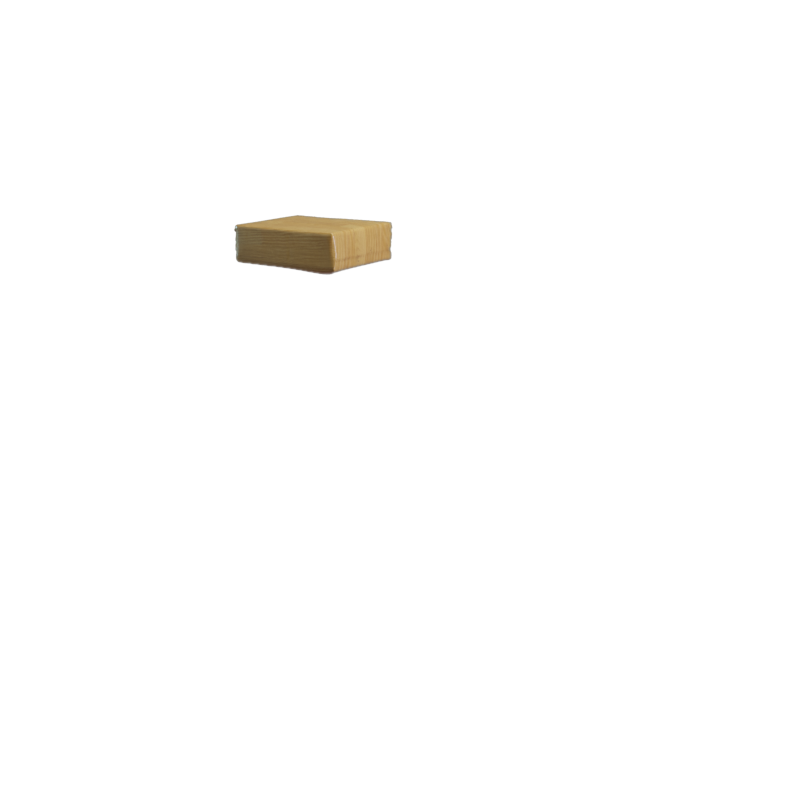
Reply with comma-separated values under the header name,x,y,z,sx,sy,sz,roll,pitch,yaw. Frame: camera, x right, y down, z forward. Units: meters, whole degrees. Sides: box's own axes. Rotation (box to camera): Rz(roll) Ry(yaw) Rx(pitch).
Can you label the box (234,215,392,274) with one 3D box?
name,x,y,z,sx,sy,sz,roll,pitch,yaw
box,-0.077,-0.141,0.989,0.119,0.038,0.088,12,20,35
